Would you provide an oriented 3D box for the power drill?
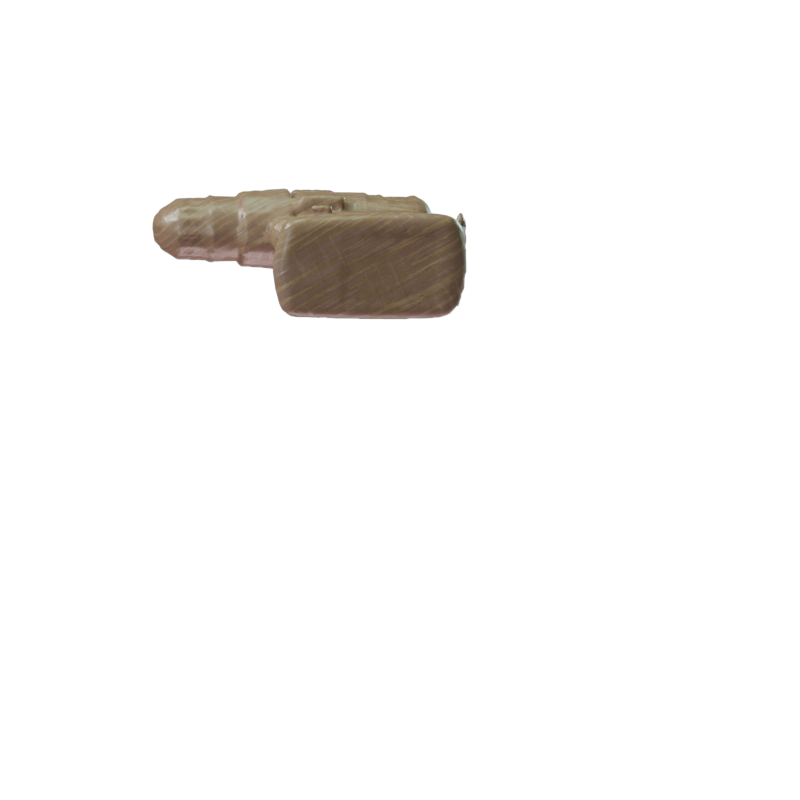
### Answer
[{"bbox_3d":[-0.052,-0.094,0.662,0.182,0.056,0.196,-4,17,-12],"label":"power drill"}]
